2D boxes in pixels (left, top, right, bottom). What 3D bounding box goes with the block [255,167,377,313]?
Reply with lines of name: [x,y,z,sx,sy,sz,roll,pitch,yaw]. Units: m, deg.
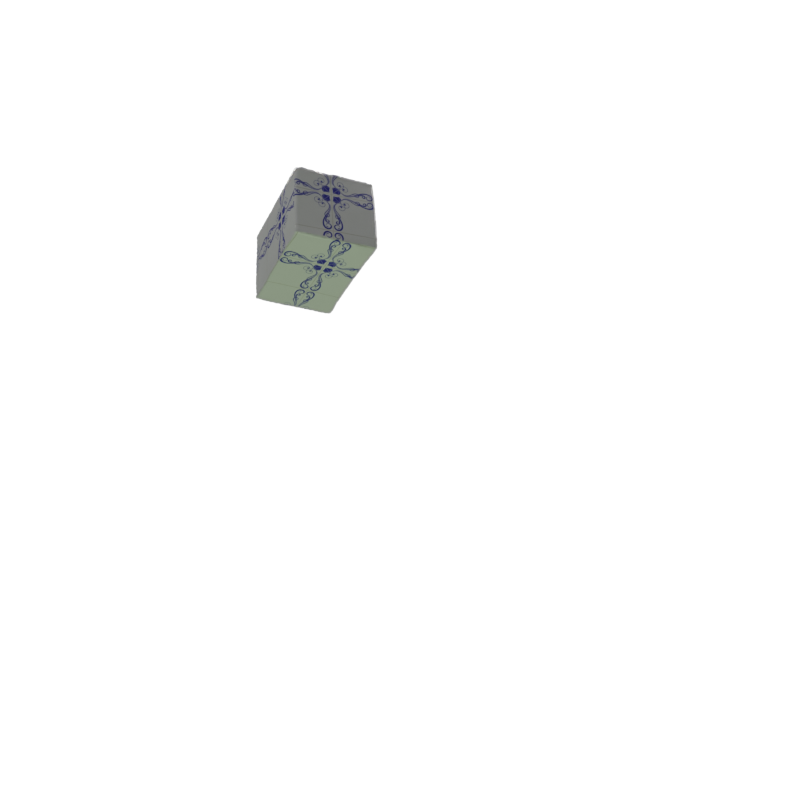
block: [-0.054,-0.098,0.687,0.051,0.055,0.075,12,-34,-21]
